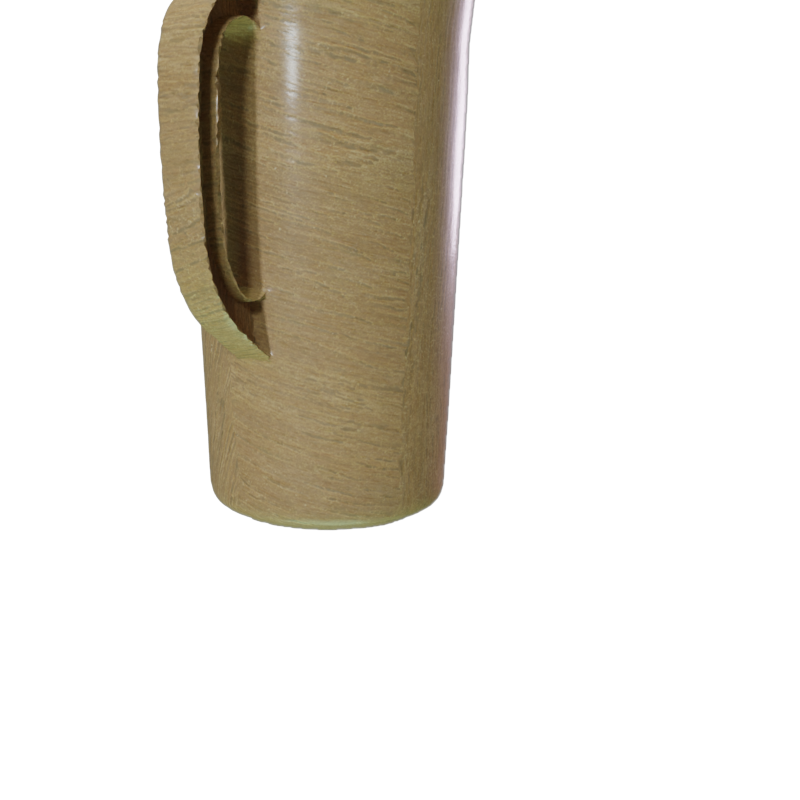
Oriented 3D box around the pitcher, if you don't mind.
[{"bbox_3d":[-0.039,-0.071,0.500,0.146,0.241,0.149,-1,5,-15],"label":"pitcher"}]
